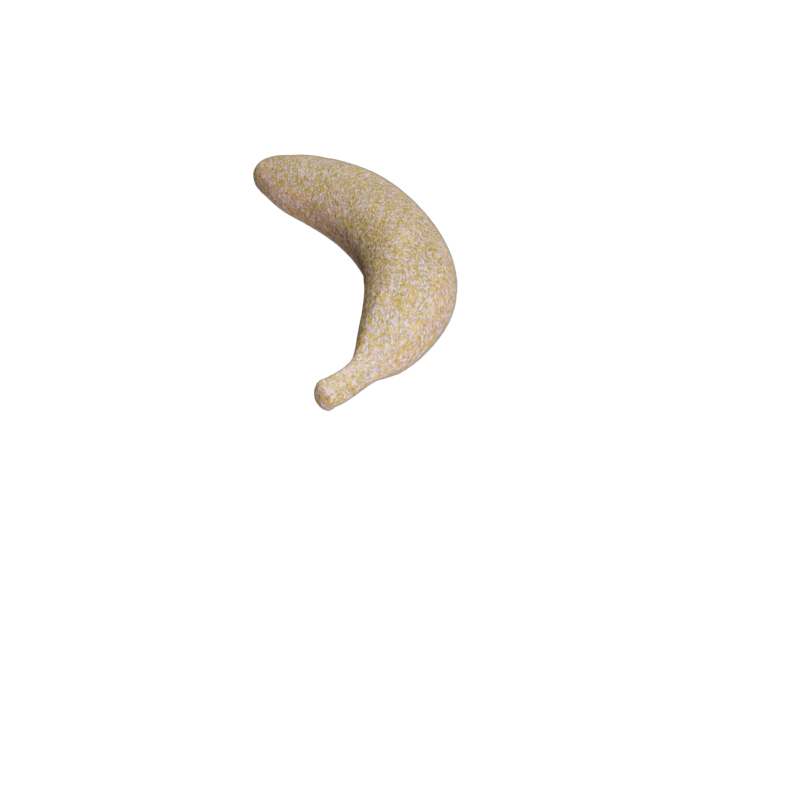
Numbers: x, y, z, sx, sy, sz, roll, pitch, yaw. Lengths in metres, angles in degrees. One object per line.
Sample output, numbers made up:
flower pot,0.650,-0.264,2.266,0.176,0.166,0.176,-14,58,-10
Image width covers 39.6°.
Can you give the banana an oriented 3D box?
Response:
banana,-0.018,-0.068,0.476,0.069,0.035,0.212,-6,33,-10
